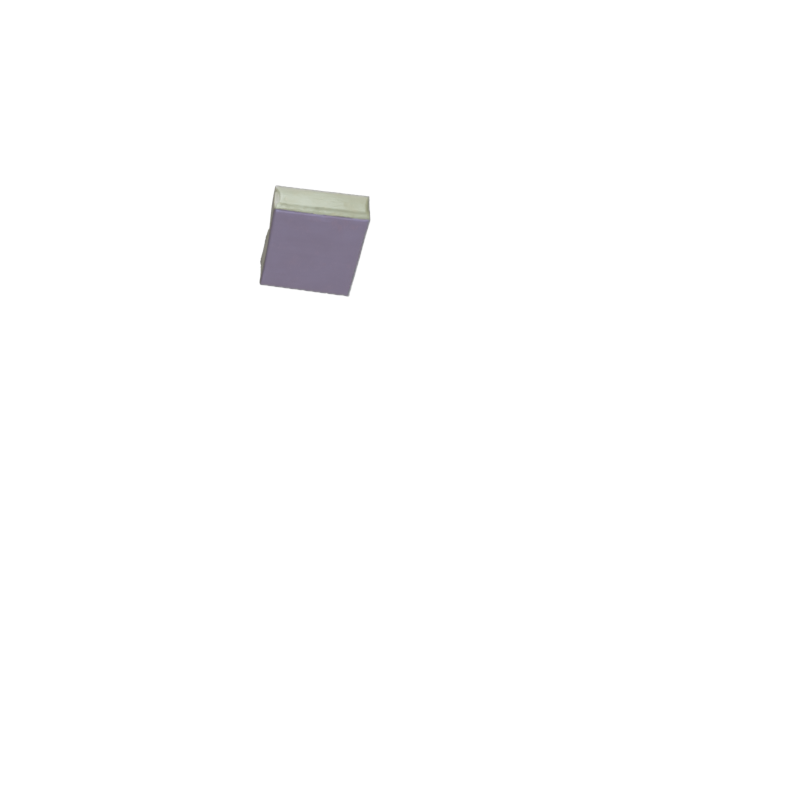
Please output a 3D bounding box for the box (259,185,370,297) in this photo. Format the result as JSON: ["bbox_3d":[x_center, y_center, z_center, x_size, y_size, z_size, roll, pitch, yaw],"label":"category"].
[{"bbox_3d":[-0.067,-0.122,0.857,0.072,0.032,0.084,7,-41,-9],"label":"box"}]
